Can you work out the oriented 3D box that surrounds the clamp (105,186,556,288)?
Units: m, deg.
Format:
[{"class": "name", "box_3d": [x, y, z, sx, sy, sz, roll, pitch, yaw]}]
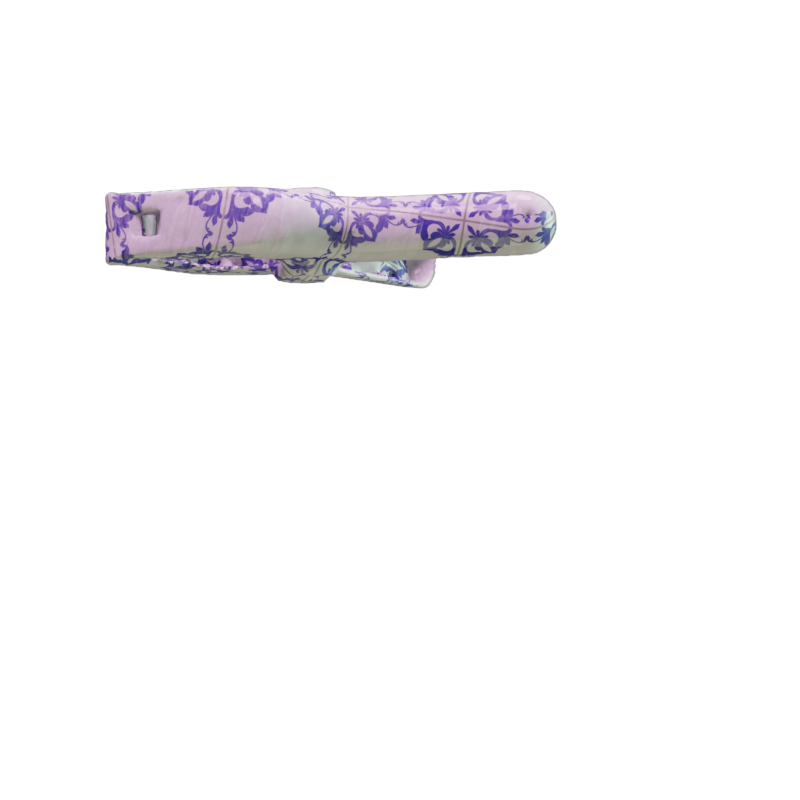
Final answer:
[{"class": "clamp", "box_3d": [-0.036, -0.066, 0.461, 0.169, 0.040, 0.118, 2, -10, -12]}]
